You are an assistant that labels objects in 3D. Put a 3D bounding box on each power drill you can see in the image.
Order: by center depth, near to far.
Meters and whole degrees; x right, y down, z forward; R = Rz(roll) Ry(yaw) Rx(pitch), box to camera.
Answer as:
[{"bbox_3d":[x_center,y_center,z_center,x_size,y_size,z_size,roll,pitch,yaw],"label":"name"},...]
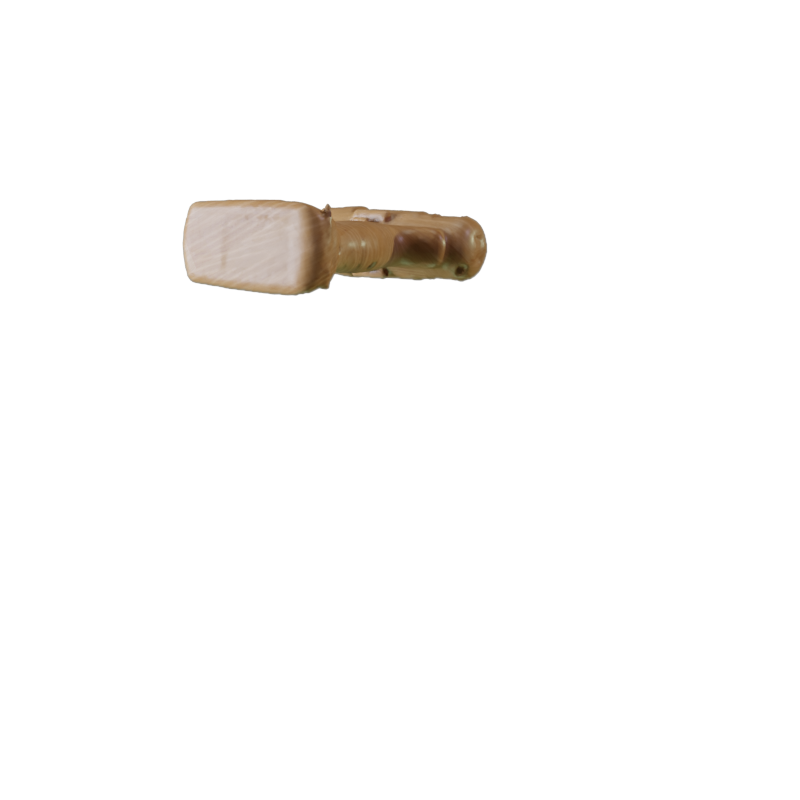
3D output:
[{"bbox_3d":[-0.059,-0.108,0.755,0.192,0.057,0.183,6,11,33],"label":"power drill"}]
